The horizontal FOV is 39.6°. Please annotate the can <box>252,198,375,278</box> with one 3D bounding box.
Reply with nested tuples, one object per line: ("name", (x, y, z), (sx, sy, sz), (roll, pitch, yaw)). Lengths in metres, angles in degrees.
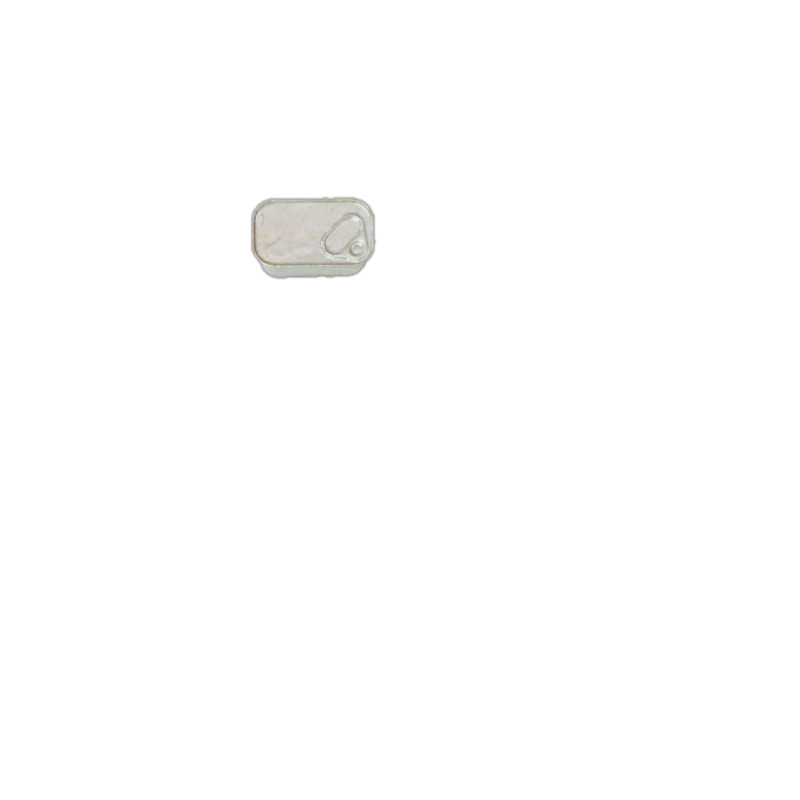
("can", (-0.075, -0.137, 0.956), (0.102, 0.059, 0.082), (-1, -5, -2))
